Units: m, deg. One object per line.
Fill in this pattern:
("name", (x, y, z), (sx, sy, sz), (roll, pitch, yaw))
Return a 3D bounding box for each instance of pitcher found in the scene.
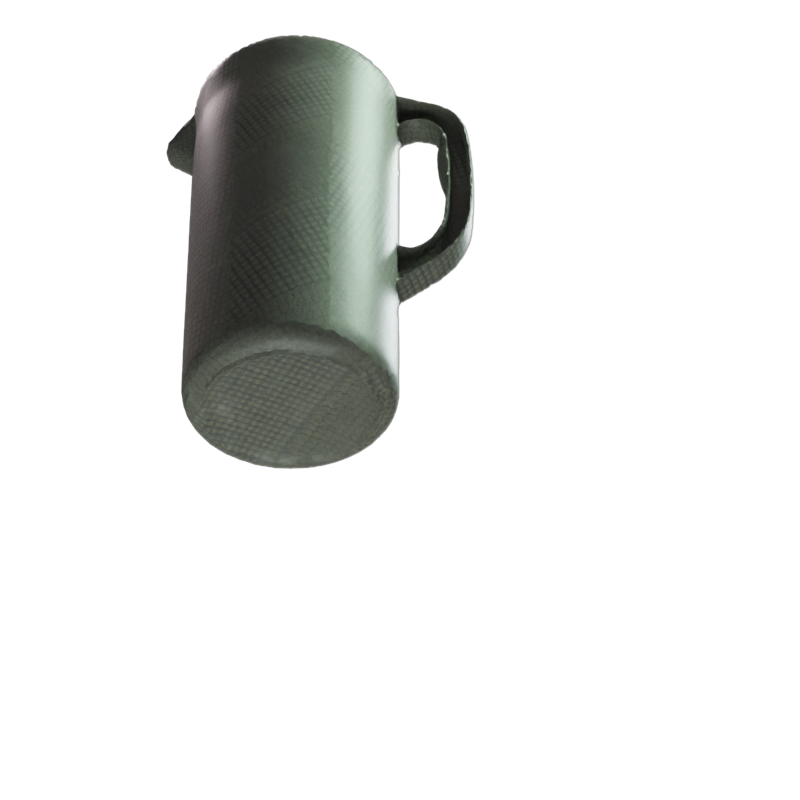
("pitcher", (-0.049, -0.089, 0.626), (0.137, 0.261, 0.147), (28, -52, -29))
